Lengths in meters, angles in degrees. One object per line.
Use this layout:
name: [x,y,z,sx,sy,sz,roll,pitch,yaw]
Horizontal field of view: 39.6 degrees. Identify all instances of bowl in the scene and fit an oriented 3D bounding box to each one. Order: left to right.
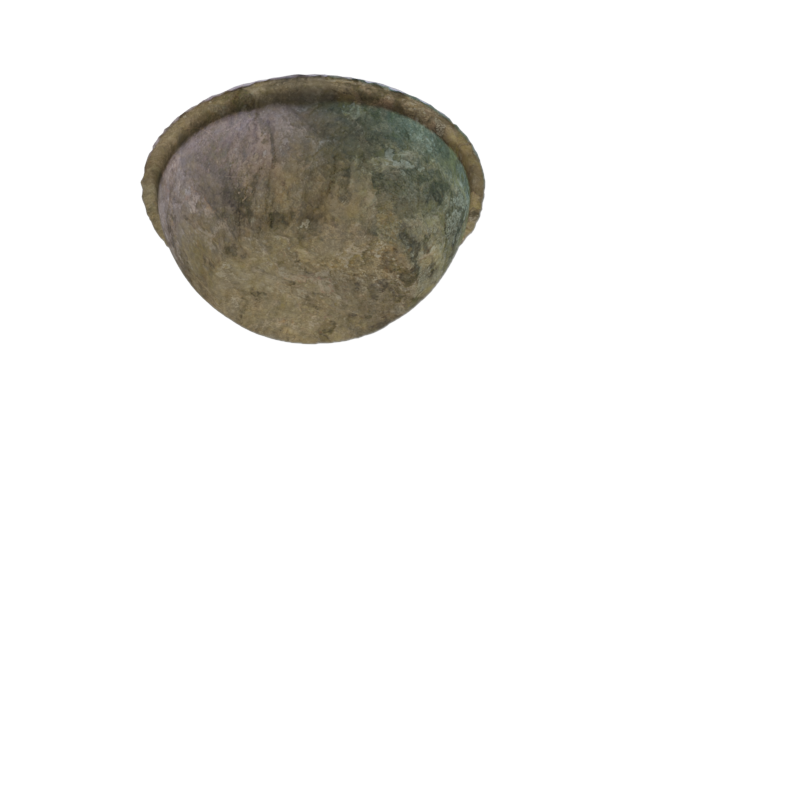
bowl: [-0.040,-0.073,0.509,0.162,0.059,0.152,1,-33,-2]
